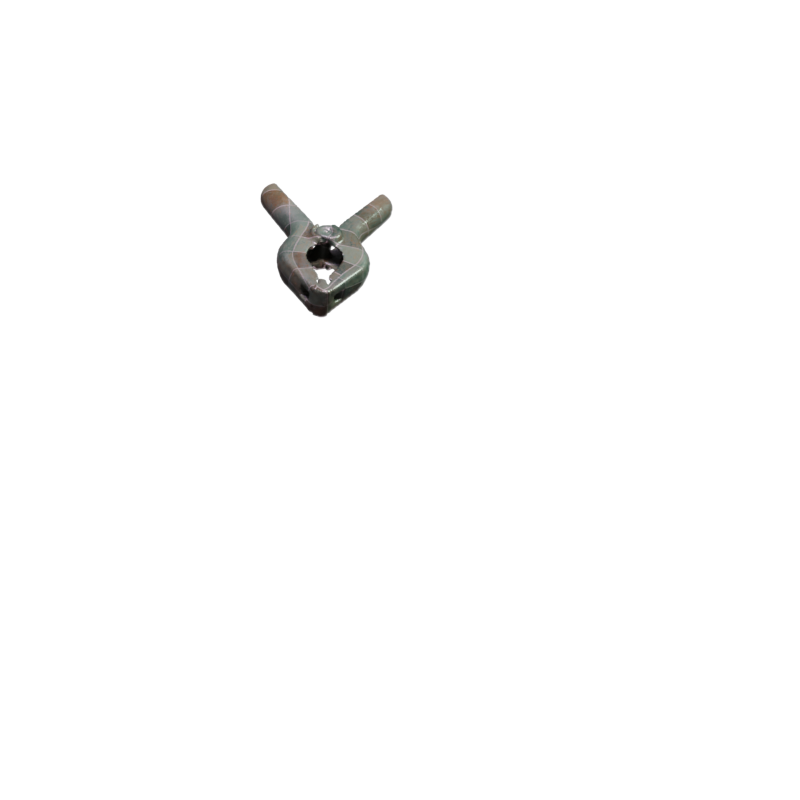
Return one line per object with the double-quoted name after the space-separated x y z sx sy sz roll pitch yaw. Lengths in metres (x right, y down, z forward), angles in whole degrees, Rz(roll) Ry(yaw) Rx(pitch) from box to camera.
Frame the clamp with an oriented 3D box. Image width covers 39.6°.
-0.076 -0.138 0.967 0.121 0.037 0.181 5 37 6 "clamp"
